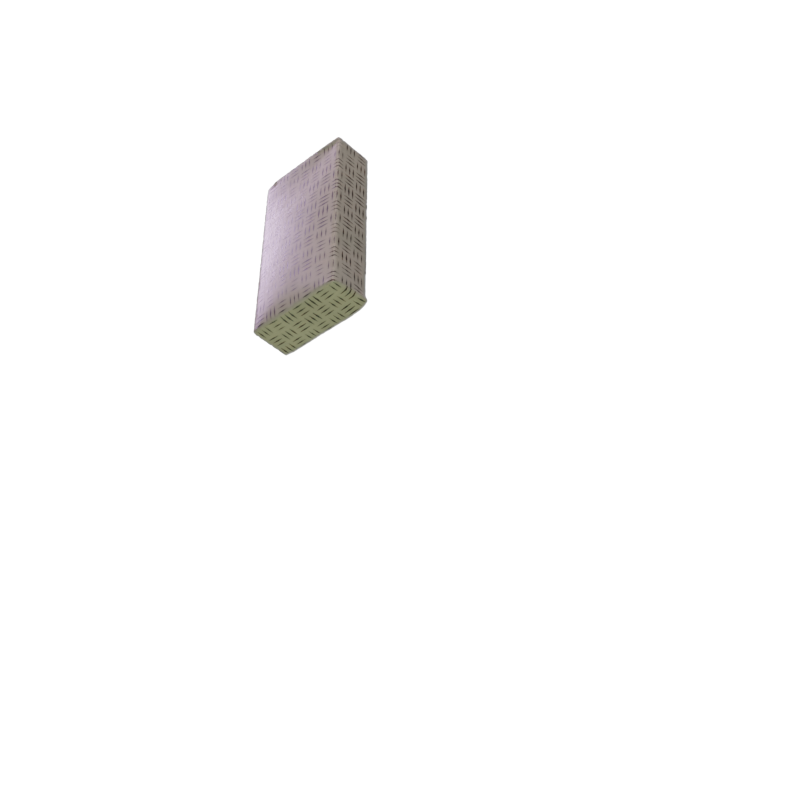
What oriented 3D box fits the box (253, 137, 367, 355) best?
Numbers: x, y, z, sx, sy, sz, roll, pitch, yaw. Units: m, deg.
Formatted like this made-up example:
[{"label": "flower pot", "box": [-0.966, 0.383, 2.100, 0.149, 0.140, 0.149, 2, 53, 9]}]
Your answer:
[{"label": "box", "box": [-0.073, -0.133, 0.932, 0.093, 0.189, 0.045, -31, -48, 29]}]
